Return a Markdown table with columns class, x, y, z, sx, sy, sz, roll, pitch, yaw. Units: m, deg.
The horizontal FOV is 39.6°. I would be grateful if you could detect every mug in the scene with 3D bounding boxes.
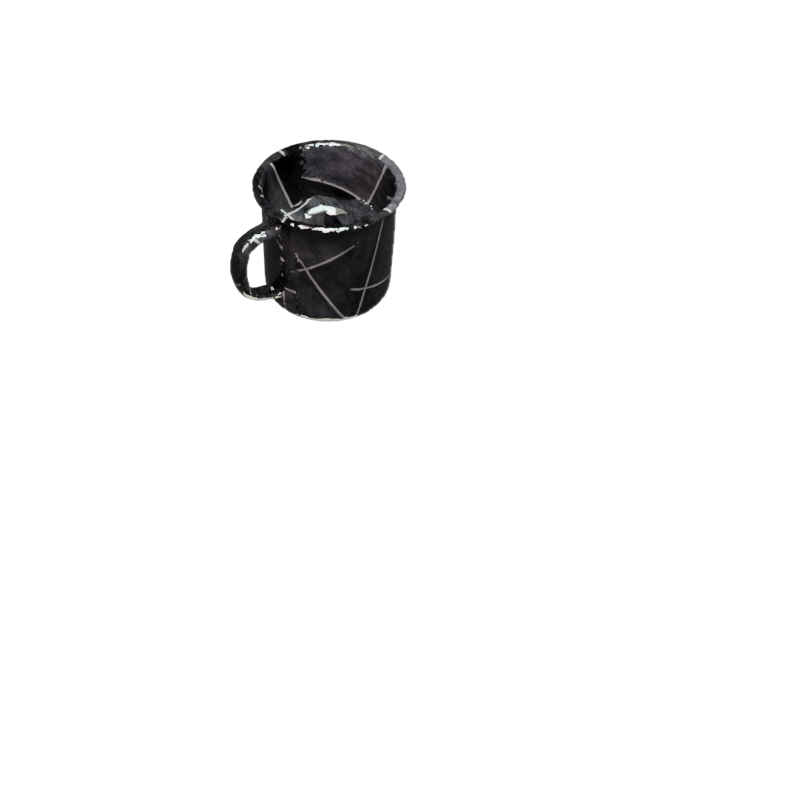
| class | x | y | z | sx | sy | sz | roll | pitch | yaw |
| --- | --- | --- | --- | --- | --- | --- | --- | --- | --- |
| mug | -0.054 | -0.098 | 0.688 | 0.117 | 0.076 | 0.100 | -30 | 52 | -29 |
